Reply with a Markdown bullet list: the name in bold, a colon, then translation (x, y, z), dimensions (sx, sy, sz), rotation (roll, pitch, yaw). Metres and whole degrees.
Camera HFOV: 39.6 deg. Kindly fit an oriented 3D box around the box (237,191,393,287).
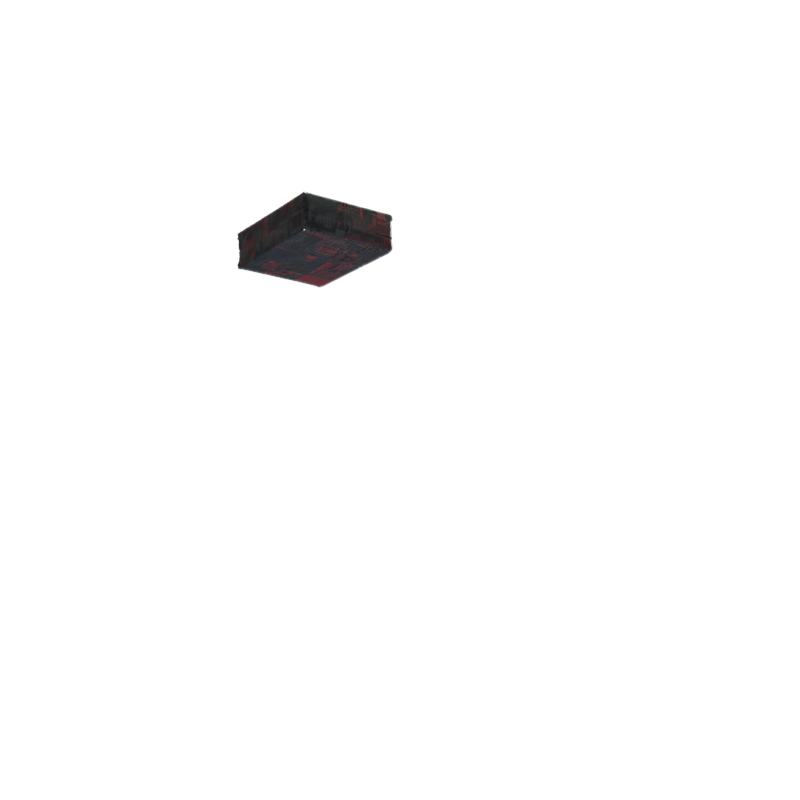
- **box**: translation (-0.074, -0.135, 0.948), dimensions (0.085, 0.041, 0.114), rotation (12, -21, -34)
